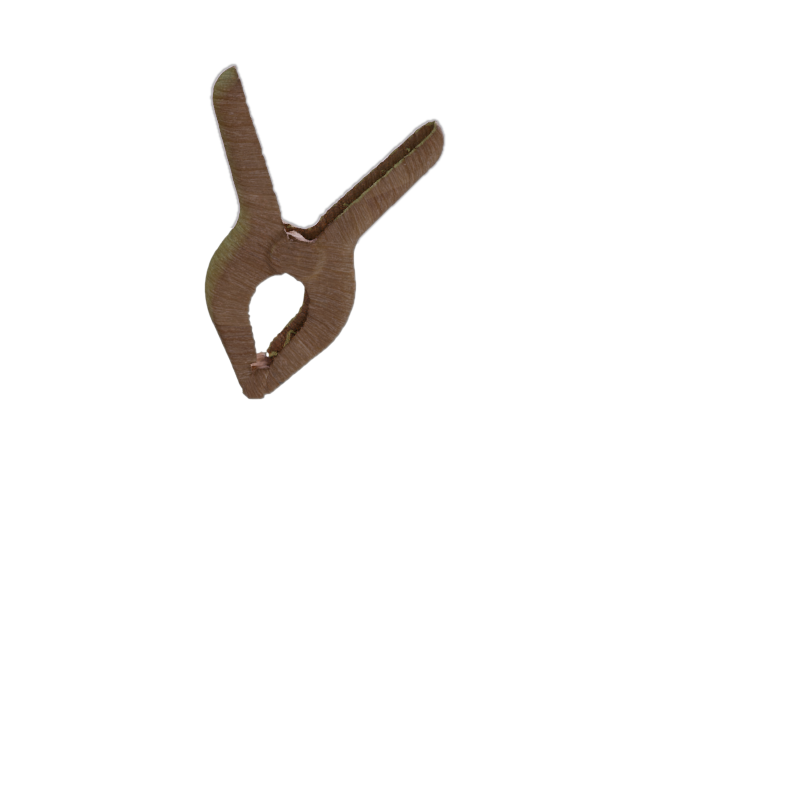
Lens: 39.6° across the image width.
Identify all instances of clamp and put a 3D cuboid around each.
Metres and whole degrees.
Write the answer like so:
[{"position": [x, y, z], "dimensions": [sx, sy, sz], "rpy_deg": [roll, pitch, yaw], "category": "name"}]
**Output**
[{"position": [-0.045, -0.082, 0.577], "dimensions": [0.119, 0.165, 0.041], "rpy_deg": [8, 18, -3], "category": "clamp"}]
